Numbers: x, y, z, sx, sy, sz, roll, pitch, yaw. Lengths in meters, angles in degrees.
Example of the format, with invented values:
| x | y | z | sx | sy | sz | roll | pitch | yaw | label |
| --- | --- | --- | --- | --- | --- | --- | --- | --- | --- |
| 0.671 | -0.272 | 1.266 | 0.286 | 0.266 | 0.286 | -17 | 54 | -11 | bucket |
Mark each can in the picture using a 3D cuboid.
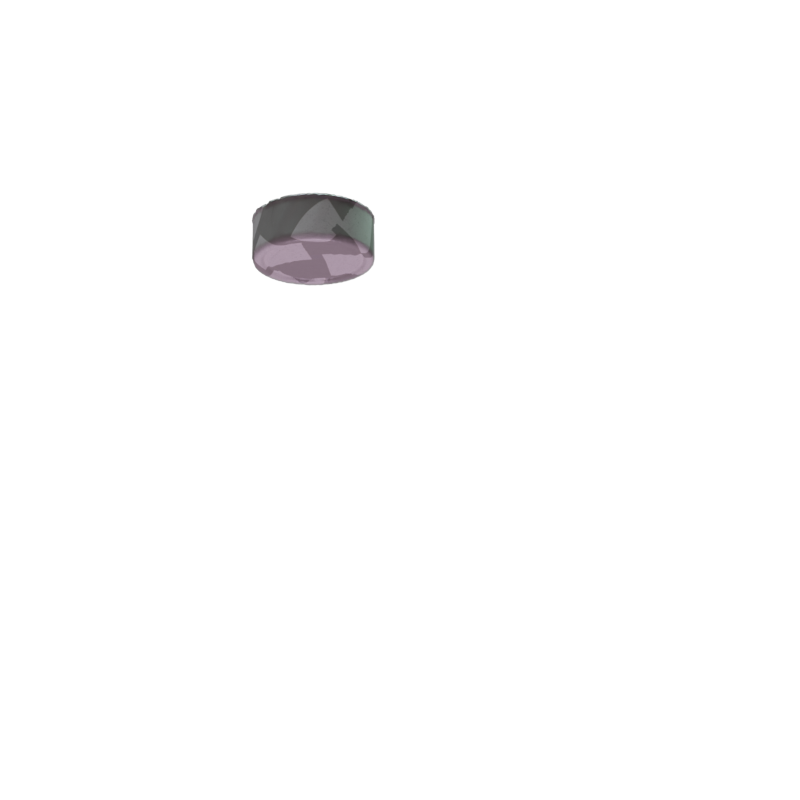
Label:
| x | y | z | sx | sy | sz | roll | pitch | yaw | label |
| --- | --- | --- | --- | --- | --- | --- | --- | --- | --- |
| -0.060 | -0.110 | 0.768 | 0.086 | 0.035 | 0.082 | 0 | -18 | -2 | can |
